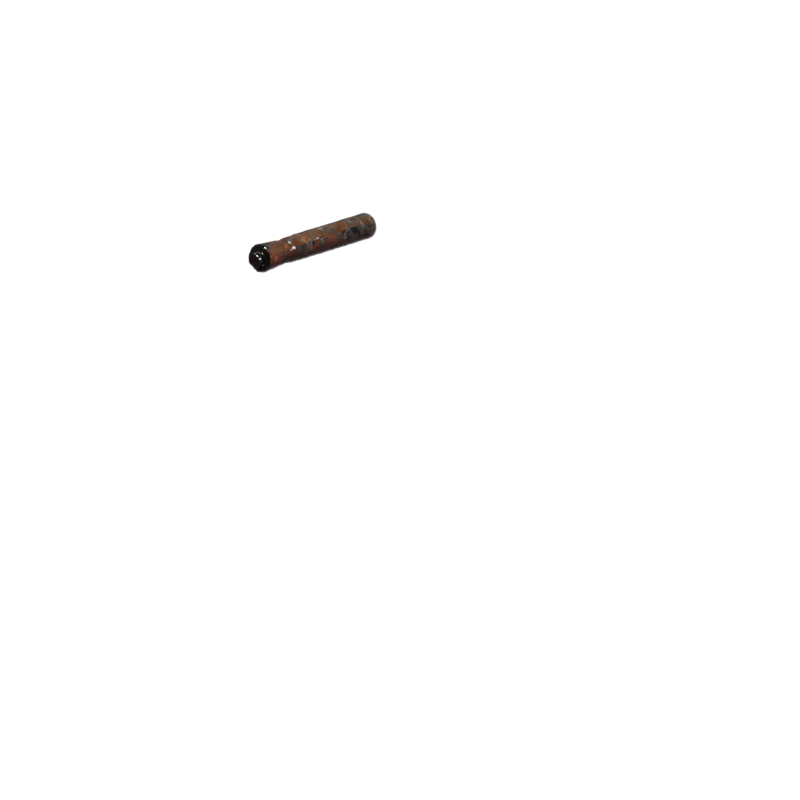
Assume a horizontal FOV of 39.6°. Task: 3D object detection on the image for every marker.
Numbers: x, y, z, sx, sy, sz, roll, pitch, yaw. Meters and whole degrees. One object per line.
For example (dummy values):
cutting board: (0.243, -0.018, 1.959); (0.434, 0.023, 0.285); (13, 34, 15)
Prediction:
marker: (-0.058, -0.106, 0.743); (0.020, 0.019, 0.120); (3, 19, 36)
